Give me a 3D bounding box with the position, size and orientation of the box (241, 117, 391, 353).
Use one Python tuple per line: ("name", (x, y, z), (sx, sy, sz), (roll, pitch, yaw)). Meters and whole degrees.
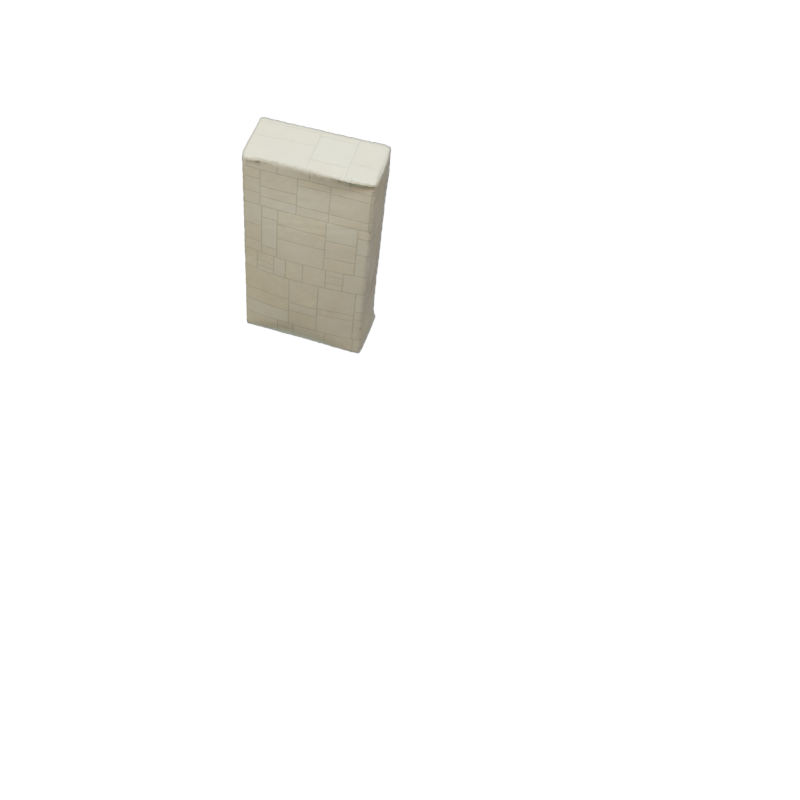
("box", (-0.061, -0.110, 0.775), (0.095, 0.050, 0.165), (16, -35, 8))
